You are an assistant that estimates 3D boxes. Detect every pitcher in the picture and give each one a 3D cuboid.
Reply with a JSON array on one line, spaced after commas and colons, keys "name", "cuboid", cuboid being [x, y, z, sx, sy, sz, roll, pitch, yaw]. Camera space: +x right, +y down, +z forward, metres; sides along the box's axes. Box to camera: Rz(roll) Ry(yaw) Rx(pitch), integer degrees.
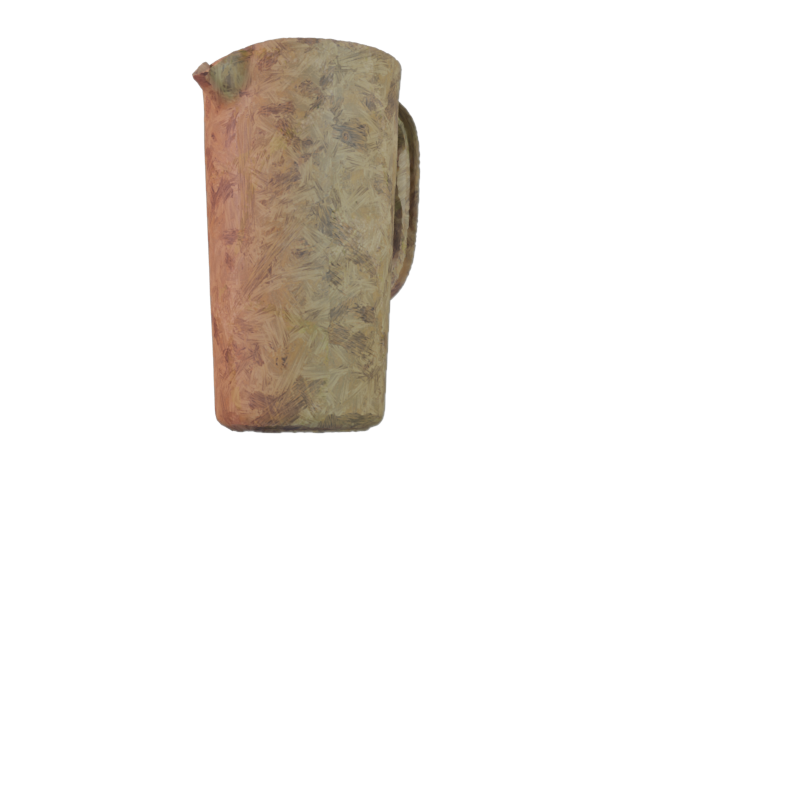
[{"name": "pitcher", "cuboid": [-0.057, -0.103, 0.725, 0.149, 0.247, 0.143, 0, -5, -1]}]
